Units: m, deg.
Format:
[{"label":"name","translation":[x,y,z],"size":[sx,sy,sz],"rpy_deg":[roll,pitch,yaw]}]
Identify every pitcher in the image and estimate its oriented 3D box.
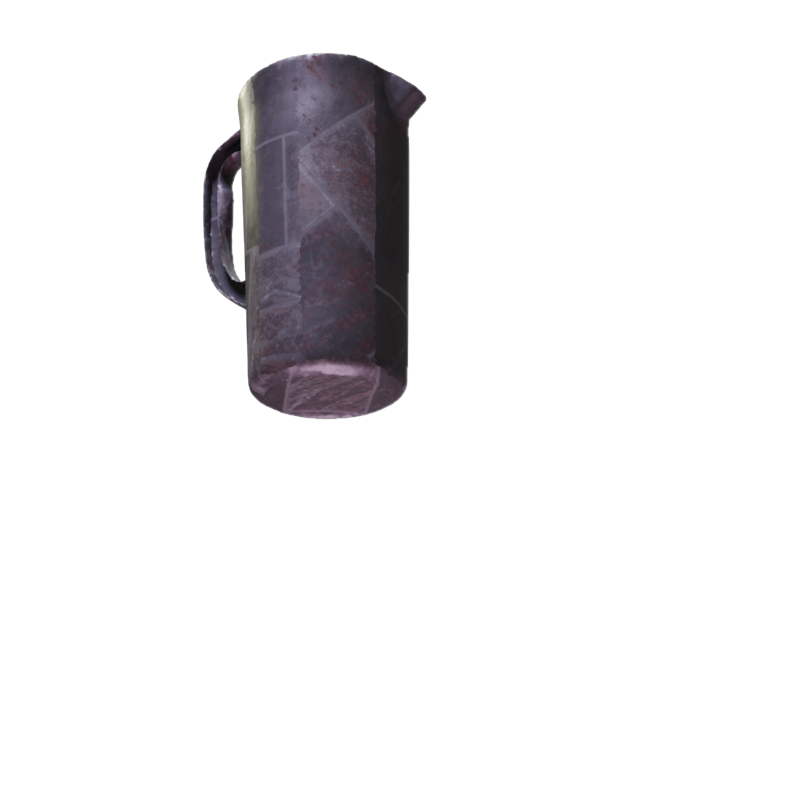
[{"label":"pitcher","translation":[-0.063,-0.115,0.802],"size":[0.141,0.257,0.144],"rpy_deg":[6,-26,-17]}]
